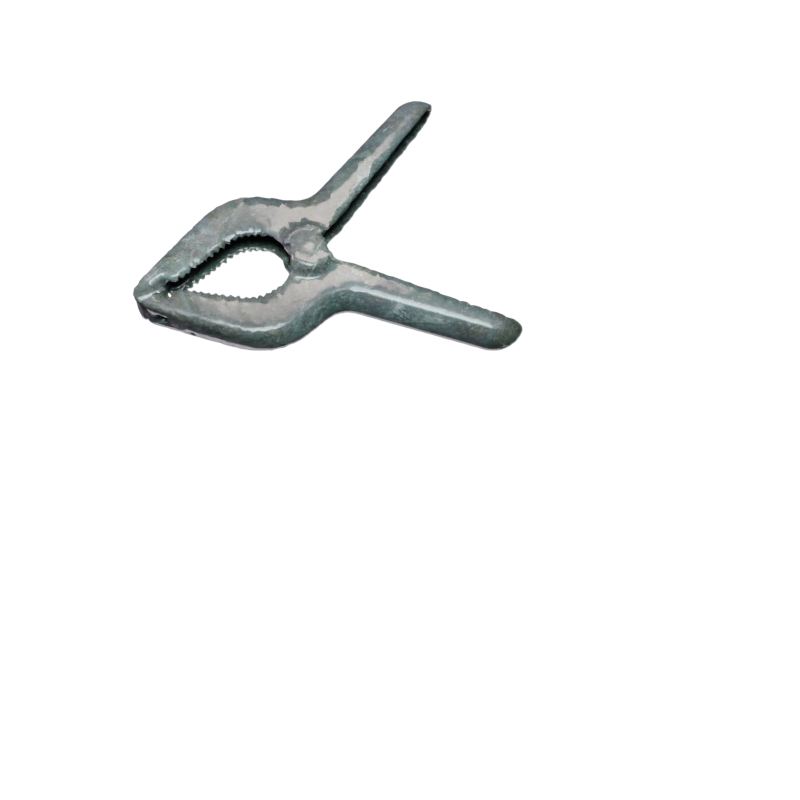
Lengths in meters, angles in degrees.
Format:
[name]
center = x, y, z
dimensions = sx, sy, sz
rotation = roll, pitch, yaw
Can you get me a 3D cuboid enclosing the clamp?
[clamp]
center = -0.050, -0.092, 0.642
dimensions = 0.209, 0.175, 0.034
rotation = -10, -25, -5
